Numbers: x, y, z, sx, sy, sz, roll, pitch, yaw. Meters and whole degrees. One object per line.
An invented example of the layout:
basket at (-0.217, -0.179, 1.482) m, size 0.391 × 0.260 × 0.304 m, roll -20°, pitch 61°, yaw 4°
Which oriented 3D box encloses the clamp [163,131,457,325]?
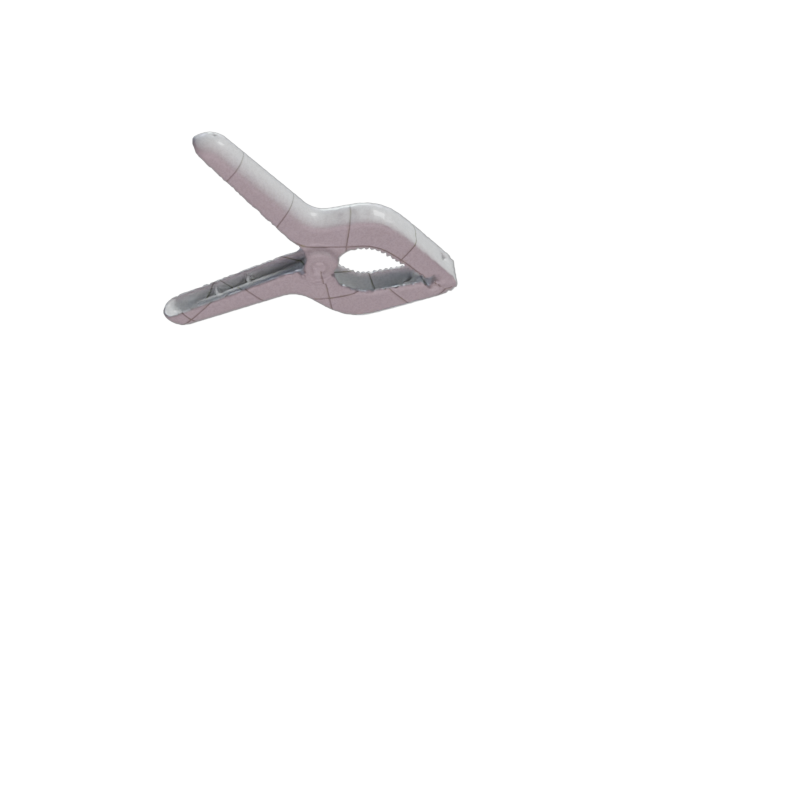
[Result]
clamp at (-0.061, -0.112, 0.782) m, size 0.209 × 0.154 × 0.039 m, roll 4°, pitch 42°, yaw -4°
